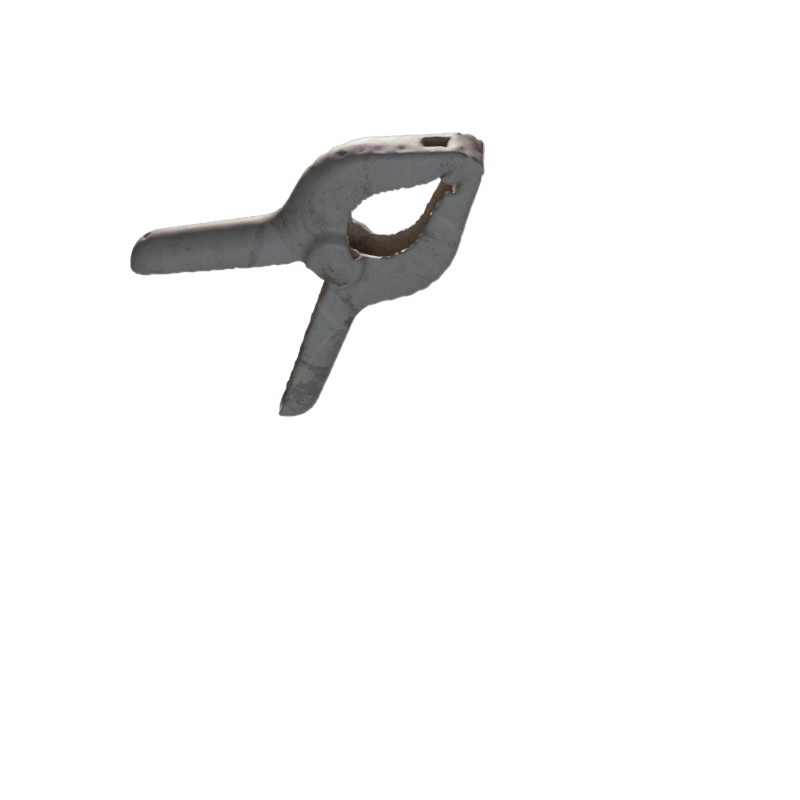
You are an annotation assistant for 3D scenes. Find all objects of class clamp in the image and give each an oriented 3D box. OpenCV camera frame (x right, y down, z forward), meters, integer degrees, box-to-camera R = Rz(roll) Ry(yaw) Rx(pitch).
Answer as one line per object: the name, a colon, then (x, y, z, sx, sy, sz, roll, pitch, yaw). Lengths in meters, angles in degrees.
clamp: (-0.040, -0.073, 0.513, 0.114, 0.169, 0.042, 37, 26, -22)
